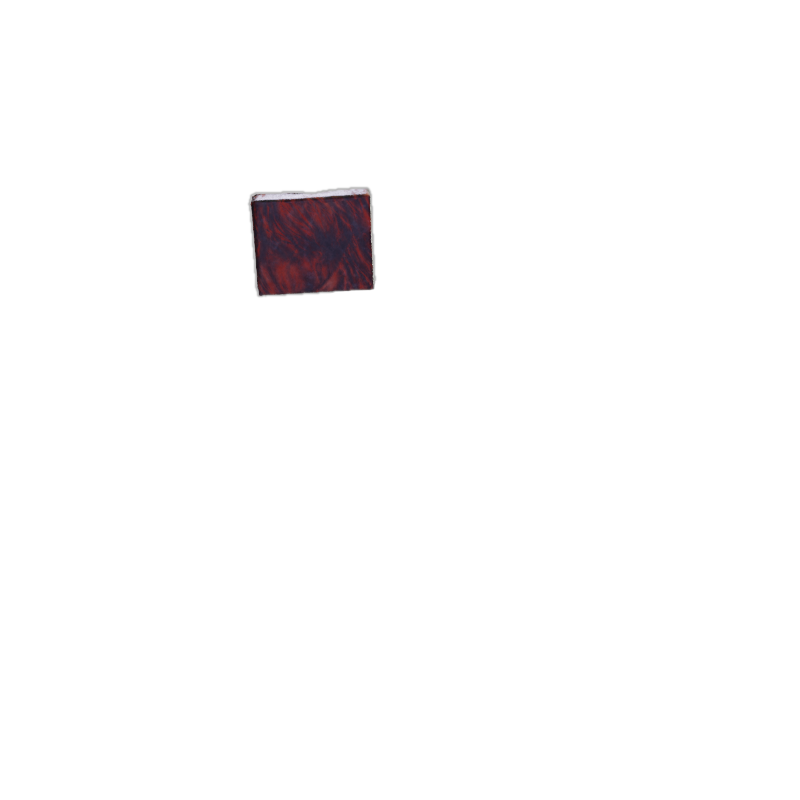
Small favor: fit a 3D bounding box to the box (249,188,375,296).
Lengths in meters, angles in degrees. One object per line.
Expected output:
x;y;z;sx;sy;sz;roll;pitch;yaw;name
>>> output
-0.065;-0.118;0.824;0.089;0.070;0.031;-3;16;0;box
